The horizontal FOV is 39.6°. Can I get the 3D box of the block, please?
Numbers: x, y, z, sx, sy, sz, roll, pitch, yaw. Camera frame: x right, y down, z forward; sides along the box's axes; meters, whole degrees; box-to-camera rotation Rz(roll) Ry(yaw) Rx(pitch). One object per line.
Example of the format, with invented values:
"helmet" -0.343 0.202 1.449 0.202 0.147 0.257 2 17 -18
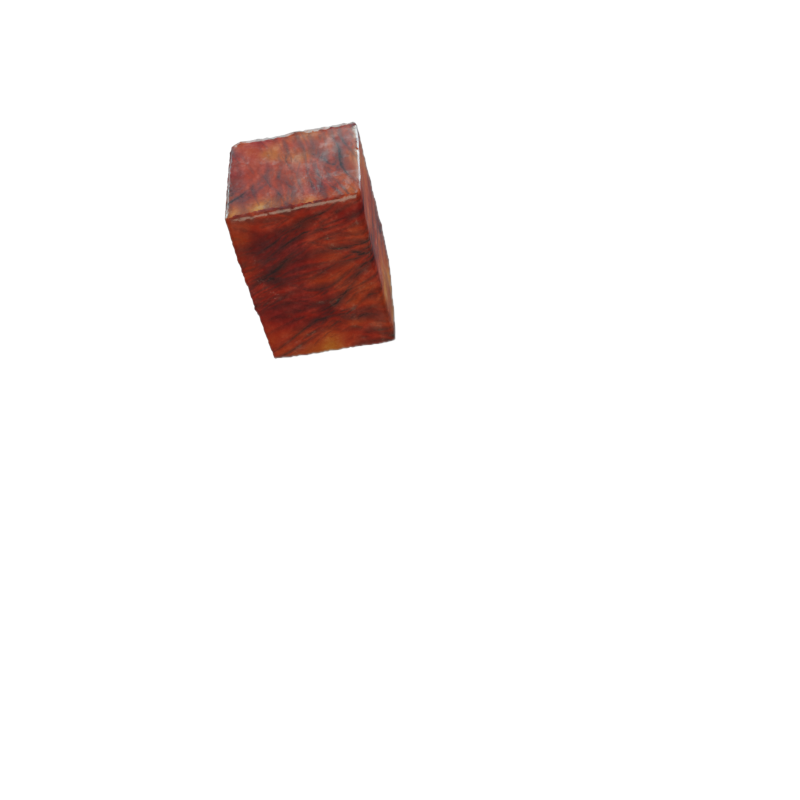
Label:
"block" -0.035 -0.063 0.444 0.053 0.072 0.055 -9 43 6
